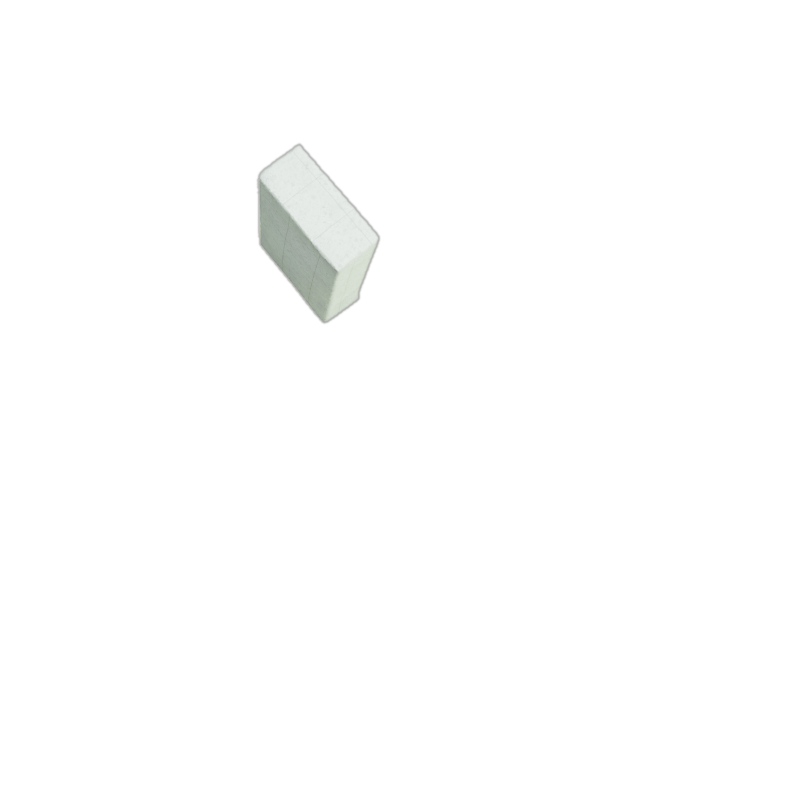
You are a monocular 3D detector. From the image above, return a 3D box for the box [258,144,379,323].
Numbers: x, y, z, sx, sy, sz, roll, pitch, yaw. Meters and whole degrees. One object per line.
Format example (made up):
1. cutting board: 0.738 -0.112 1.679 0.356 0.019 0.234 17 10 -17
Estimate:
1. box: -0.067 -0.122 0.856 0.048 0.096 0.172 -39 -5 -8
